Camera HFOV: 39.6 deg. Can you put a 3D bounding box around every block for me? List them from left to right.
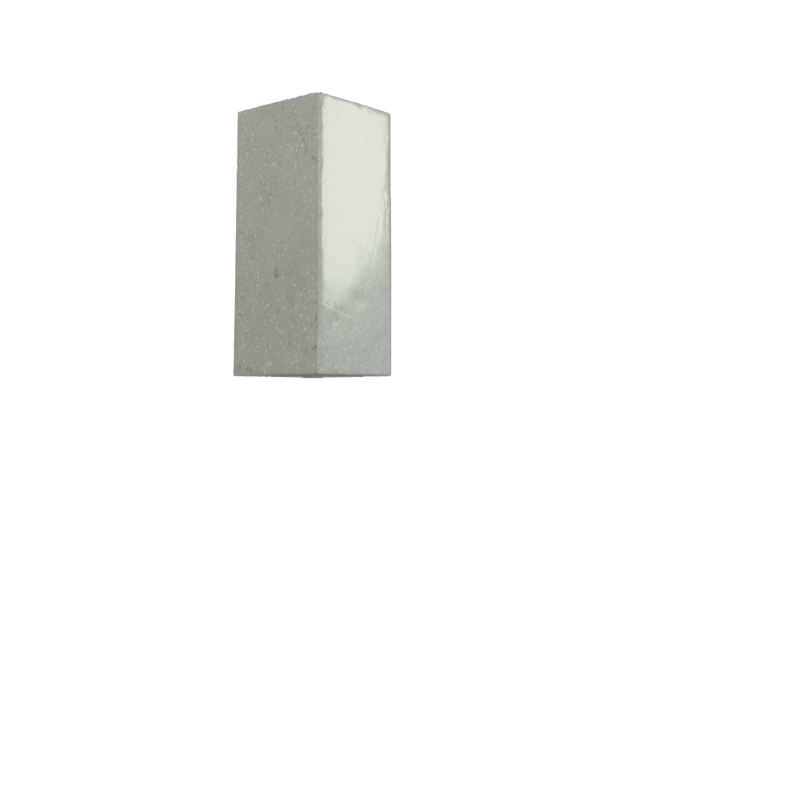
[{"bbox_3d":[-0.066,-0.122,0.857,0.093,0.210,0.086,-7,-9,40],"label":"block"}]
